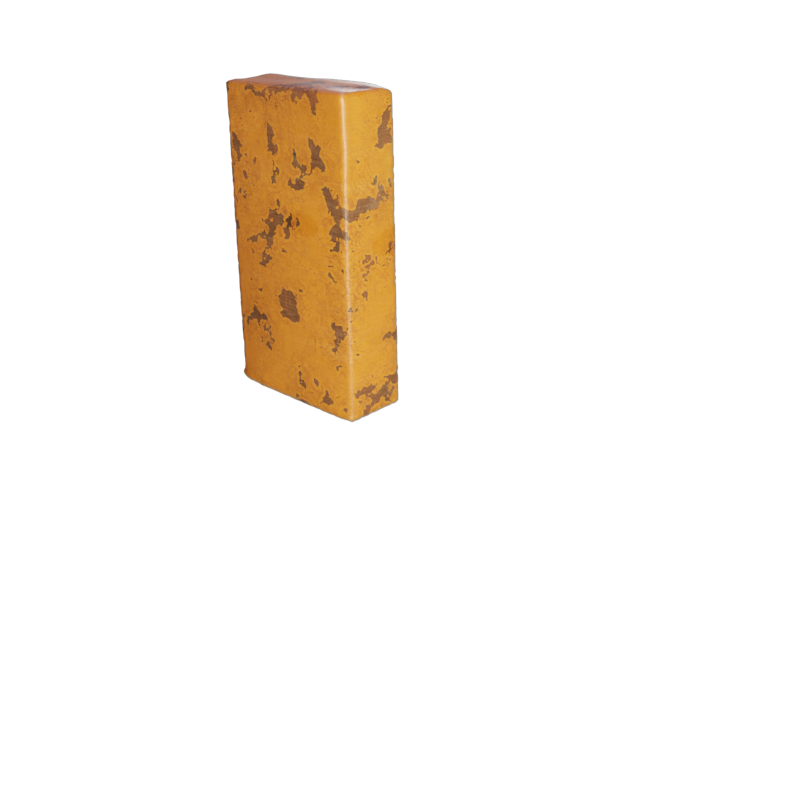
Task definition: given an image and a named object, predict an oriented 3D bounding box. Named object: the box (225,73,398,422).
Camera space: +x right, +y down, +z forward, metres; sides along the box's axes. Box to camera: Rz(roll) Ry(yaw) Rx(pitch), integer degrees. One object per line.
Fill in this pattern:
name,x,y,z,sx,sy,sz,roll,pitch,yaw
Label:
box,-0.047,-0.087,0.607,0.099,0.170,0.047,17,23,42
